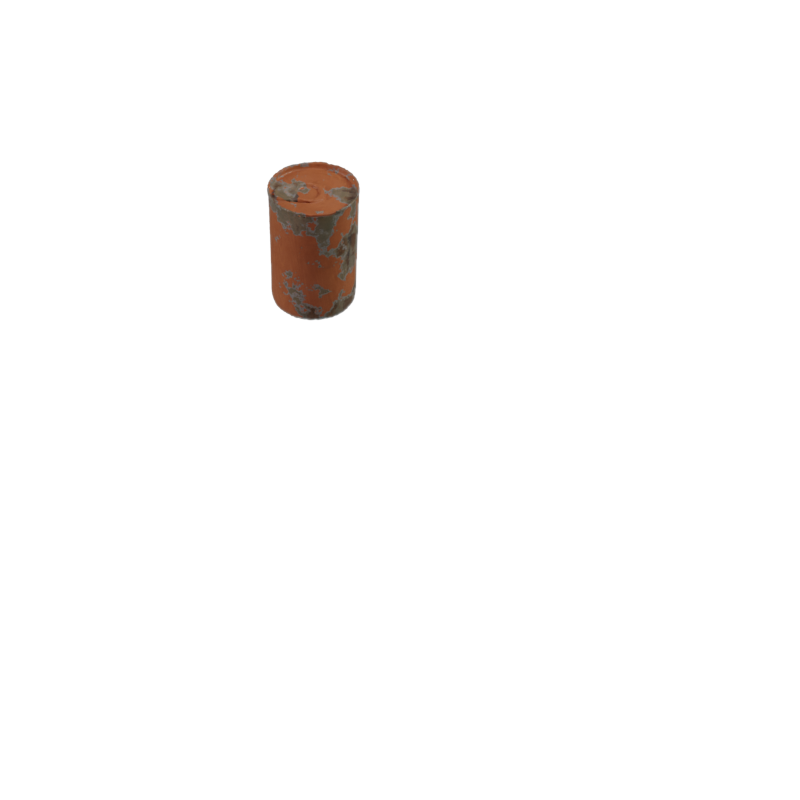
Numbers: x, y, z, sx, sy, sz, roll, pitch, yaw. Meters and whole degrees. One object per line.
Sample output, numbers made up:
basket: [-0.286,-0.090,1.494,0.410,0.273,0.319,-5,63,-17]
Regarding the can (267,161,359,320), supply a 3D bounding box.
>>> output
can: [-0.066,-0.120,0.840,0.068,0.095,0.073,0,42,-3]
